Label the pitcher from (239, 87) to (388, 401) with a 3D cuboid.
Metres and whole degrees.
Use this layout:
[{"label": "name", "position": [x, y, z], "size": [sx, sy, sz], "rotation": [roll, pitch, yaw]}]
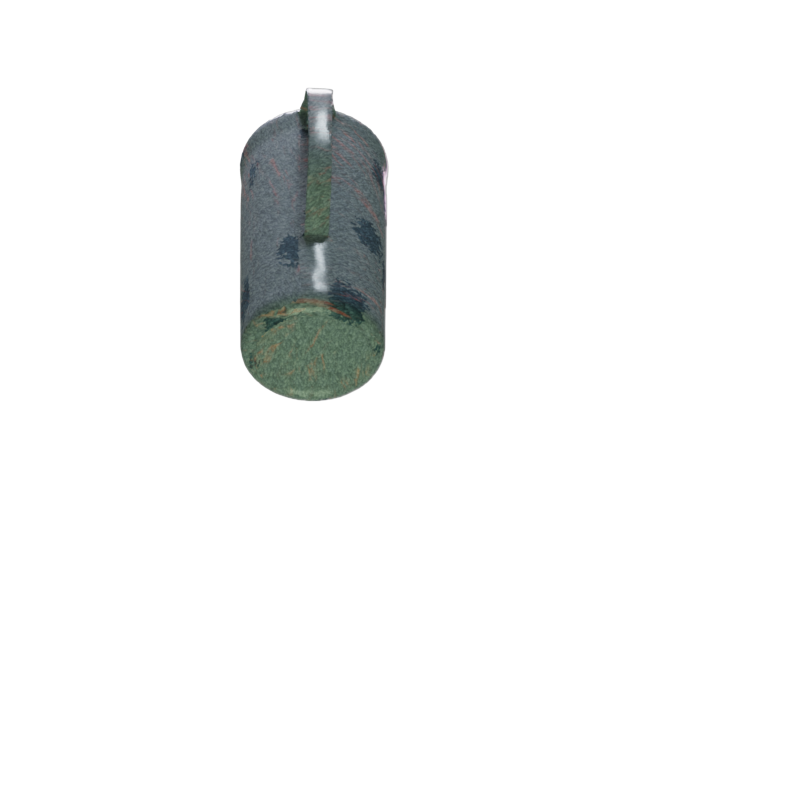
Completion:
[{"label": "pitcher", "position": [-0.070, -0.129, 0.900], "size": [0.144, 0.261, 0.139], "rotation": [-32, -52, 24]}]
